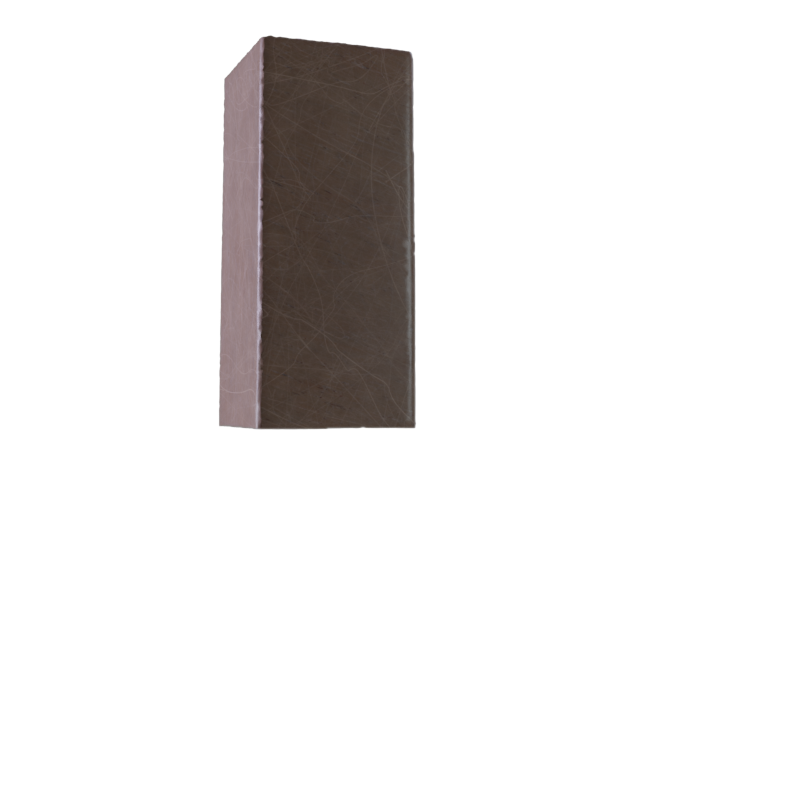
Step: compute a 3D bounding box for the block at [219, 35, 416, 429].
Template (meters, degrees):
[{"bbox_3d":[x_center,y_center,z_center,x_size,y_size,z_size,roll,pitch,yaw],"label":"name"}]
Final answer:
[{"bbox_3d":[-0.048,-0.089,0.625,0.088,0.210,0.092,2,-7,-21],"label":"block"}]
